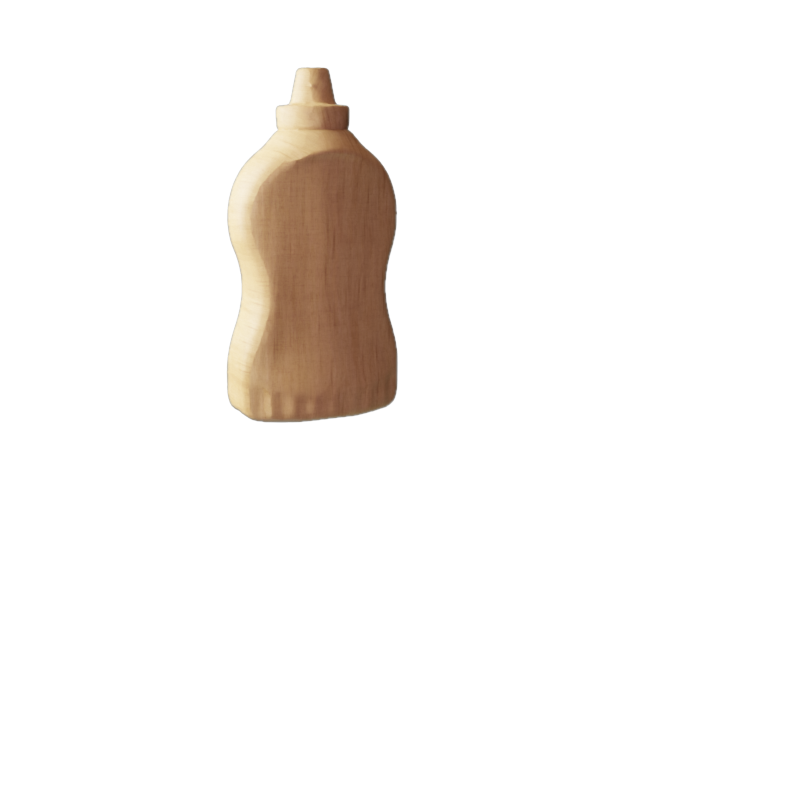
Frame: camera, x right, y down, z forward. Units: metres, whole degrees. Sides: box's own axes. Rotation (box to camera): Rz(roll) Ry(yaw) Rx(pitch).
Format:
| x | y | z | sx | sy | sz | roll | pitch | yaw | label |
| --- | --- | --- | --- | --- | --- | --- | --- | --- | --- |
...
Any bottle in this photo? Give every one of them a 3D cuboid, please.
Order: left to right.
| x | y | z | sx | sy | sz | roll | pitch | yaw | label |
| --- | --- | --- | --- | --- | --- | --- | --- | --- | --- |
| -0.049 | -0.088 | 0.619 | 0.094 | 0.188 | 0.061 | -3 | 8 | -24 | bottle |
